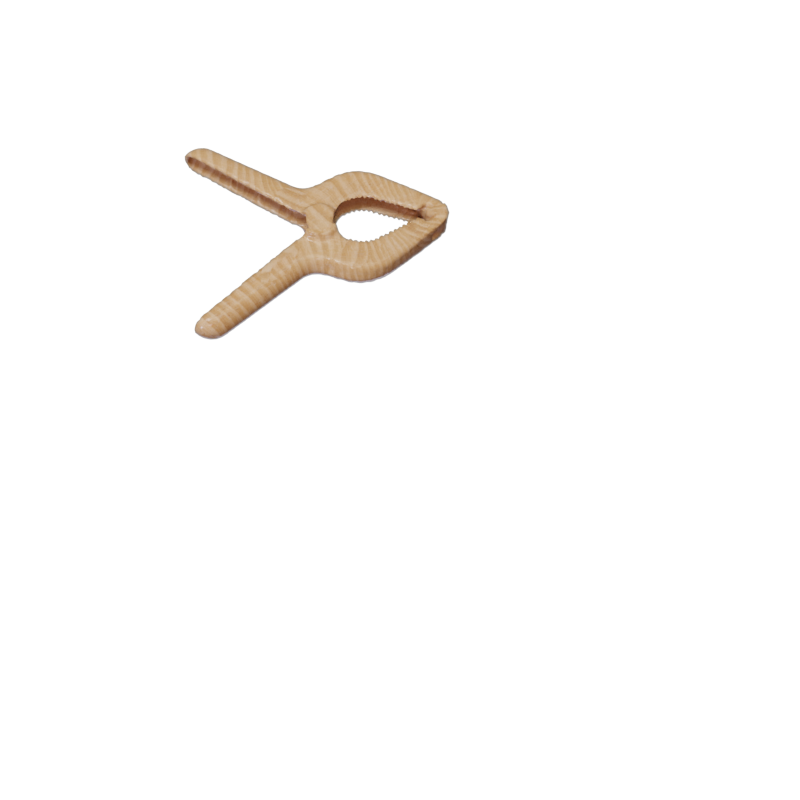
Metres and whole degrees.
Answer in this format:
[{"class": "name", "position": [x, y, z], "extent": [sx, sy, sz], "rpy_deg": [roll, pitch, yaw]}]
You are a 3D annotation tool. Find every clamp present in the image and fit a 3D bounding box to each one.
[{"class": "clamp", "position": [-0.067, -0.123, 0.861], "extent": [0.210, 0.174, 0.034], "rpy_deg": [0, -26, 0]}]
